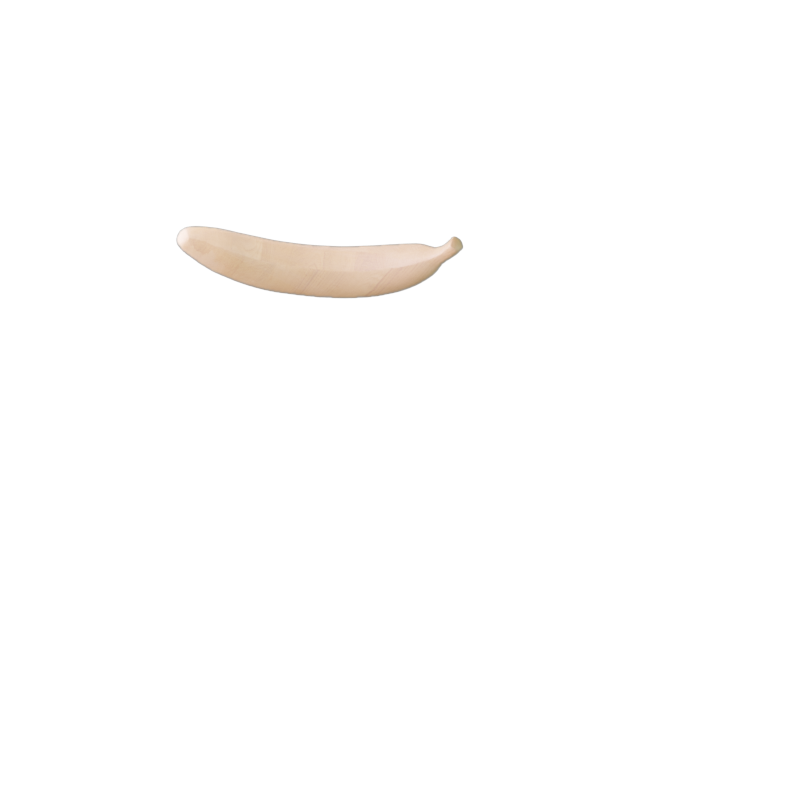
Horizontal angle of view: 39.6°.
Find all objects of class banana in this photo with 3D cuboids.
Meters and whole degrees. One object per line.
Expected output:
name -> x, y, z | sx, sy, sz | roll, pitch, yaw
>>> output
banana -> -0.058, -0.101, 0.792 | 0.197, 0.039, 0.065 | 0, -36, -1
